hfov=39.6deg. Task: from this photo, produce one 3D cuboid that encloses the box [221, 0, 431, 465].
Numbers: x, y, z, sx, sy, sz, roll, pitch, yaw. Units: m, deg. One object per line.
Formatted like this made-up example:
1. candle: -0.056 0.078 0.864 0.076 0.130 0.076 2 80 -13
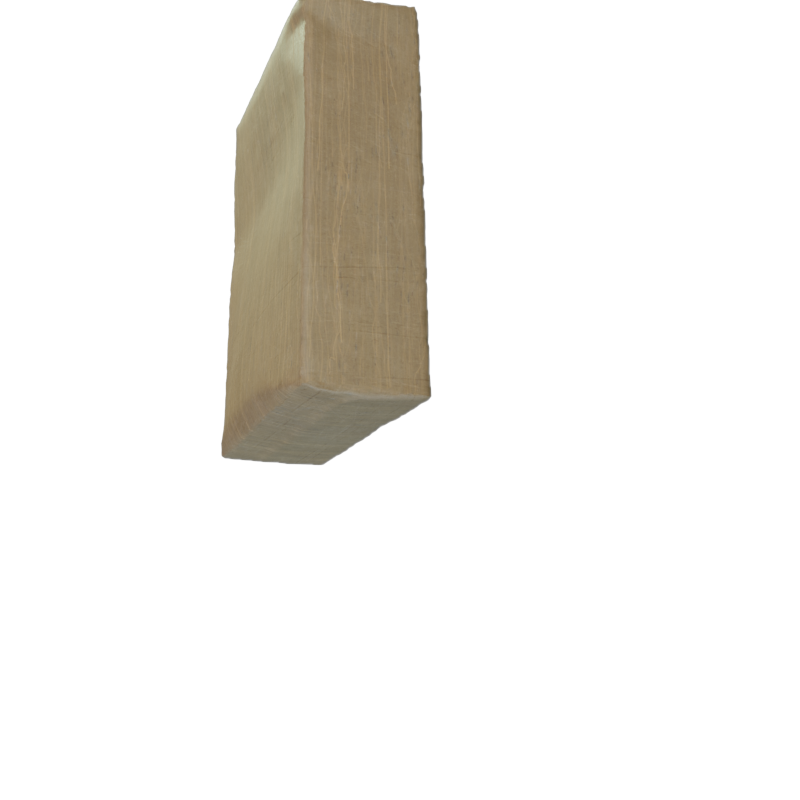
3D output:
1. box: -0.047 -0.086 0.604 0.070 0.224 0.161 6 -20 -20
